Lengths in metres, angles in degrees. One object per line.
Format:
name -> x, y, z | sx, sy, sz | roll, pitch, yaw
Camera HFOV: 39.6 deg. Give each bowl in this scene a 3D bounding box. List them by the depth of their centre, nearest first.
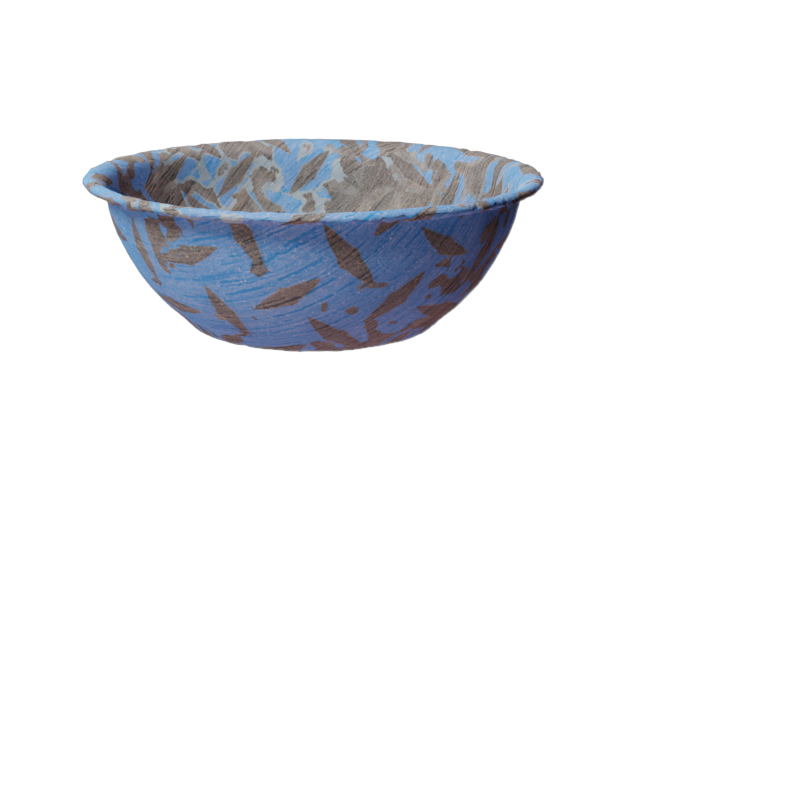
bowl -> -0.031, -0.057, 0.401 | 0.162, 0.053, 0.169 | -1, 19, -2
